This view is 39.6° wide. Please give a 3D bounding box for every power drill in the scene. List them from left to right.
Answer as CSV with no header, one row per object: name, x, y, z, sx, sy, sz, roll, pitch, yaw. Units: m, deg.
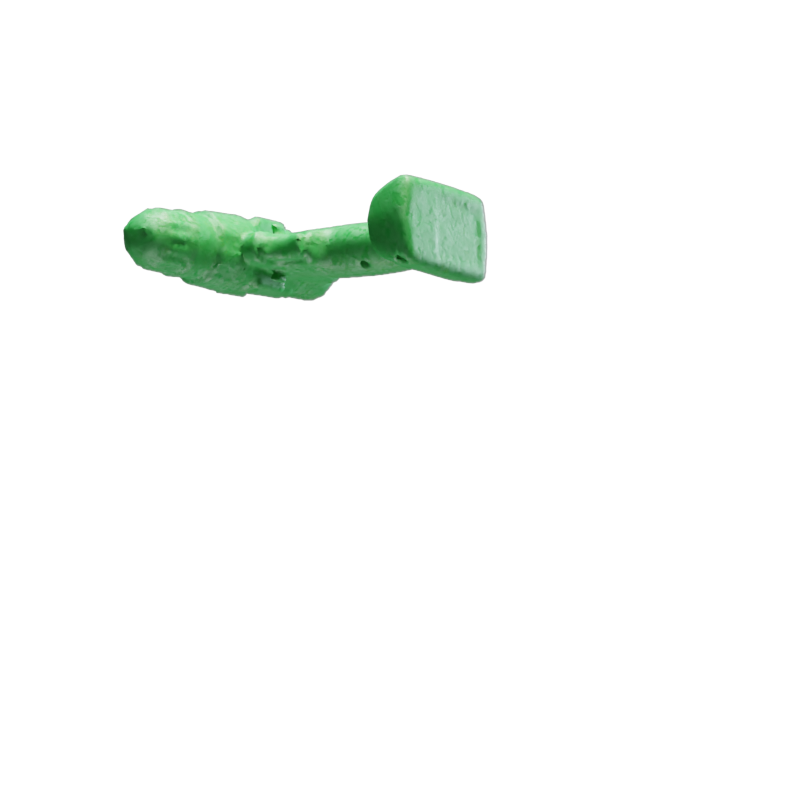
power drill,-0.055,-0.100,0.702,0.194,0.058,0.176,-1,-1,36
